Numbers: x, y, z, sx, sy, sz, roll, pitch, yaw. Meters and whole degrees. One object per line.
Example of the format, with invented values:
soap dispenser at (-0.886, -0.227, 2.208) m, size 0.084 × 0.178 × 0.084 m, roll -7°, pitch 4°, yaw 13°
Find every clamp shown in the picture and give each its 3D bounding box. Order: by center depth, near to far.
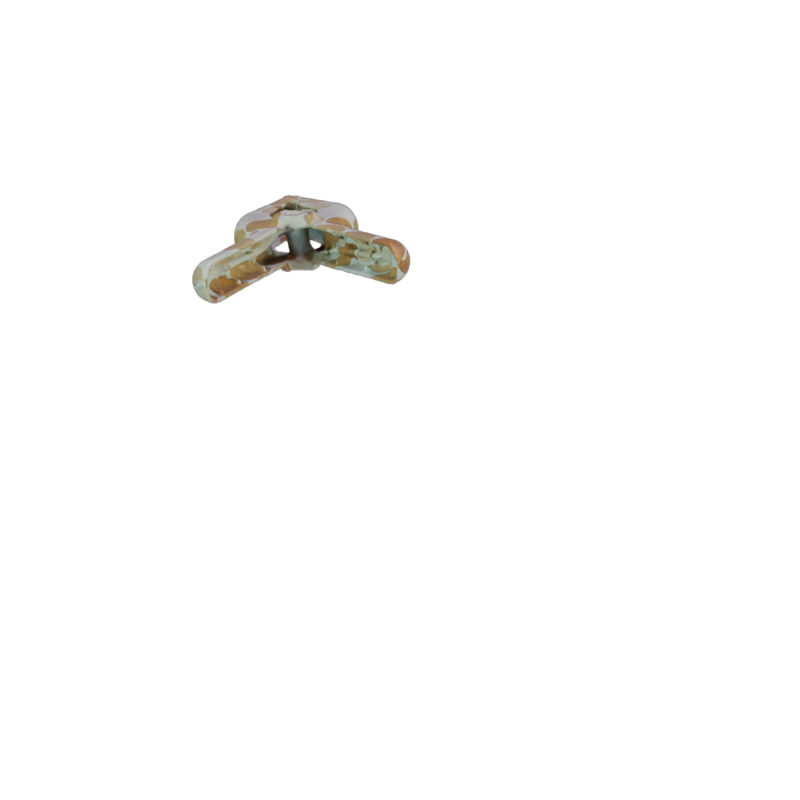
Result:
clamp at (-0.053, -0.097, 0.679) m, size 0.121 × 0.037 × 0.179 m, roll 1°, pitch 24°, yaw 3°
